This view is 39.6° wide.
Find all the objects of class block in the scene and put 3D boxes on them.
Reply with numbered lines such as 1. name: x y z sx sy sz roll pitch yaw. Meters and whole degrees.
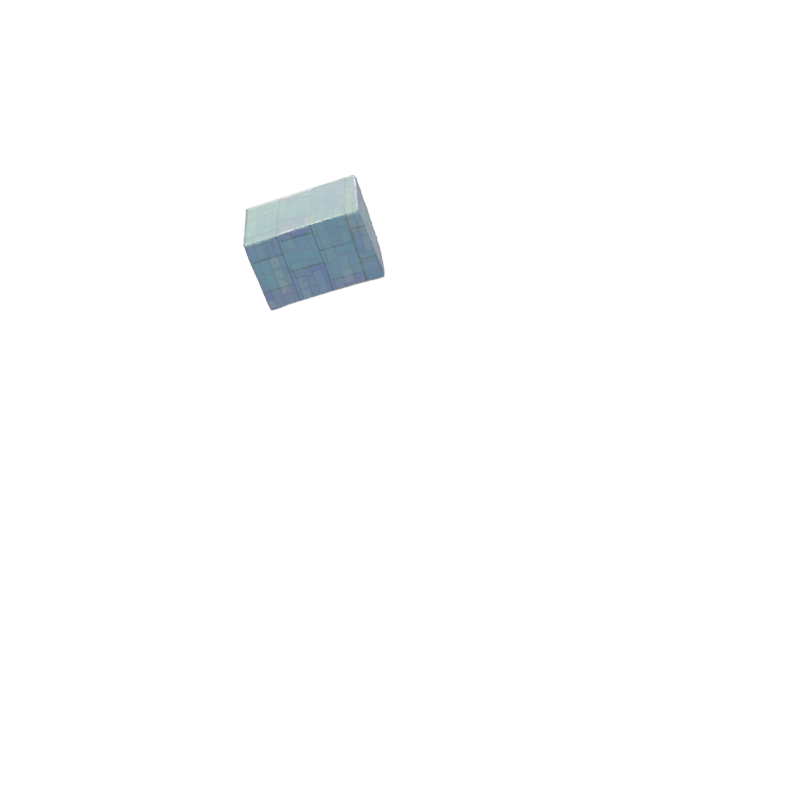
1. block: -0.055 -0.101 0.707 0.078 0.049 0.055 -16 33 8
